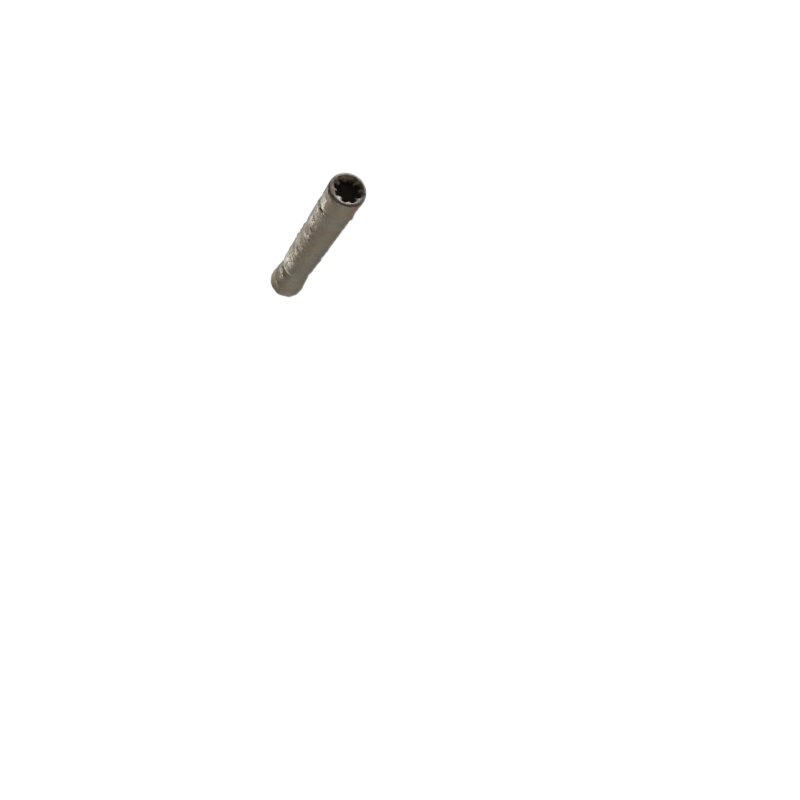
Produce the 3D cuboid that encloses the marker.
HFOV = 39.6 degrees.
[{"bbox_3d":[-0.045,-0.081,0.570,0.019,0.021,0.118,-1,-17,-21],"label":"marker"}]
